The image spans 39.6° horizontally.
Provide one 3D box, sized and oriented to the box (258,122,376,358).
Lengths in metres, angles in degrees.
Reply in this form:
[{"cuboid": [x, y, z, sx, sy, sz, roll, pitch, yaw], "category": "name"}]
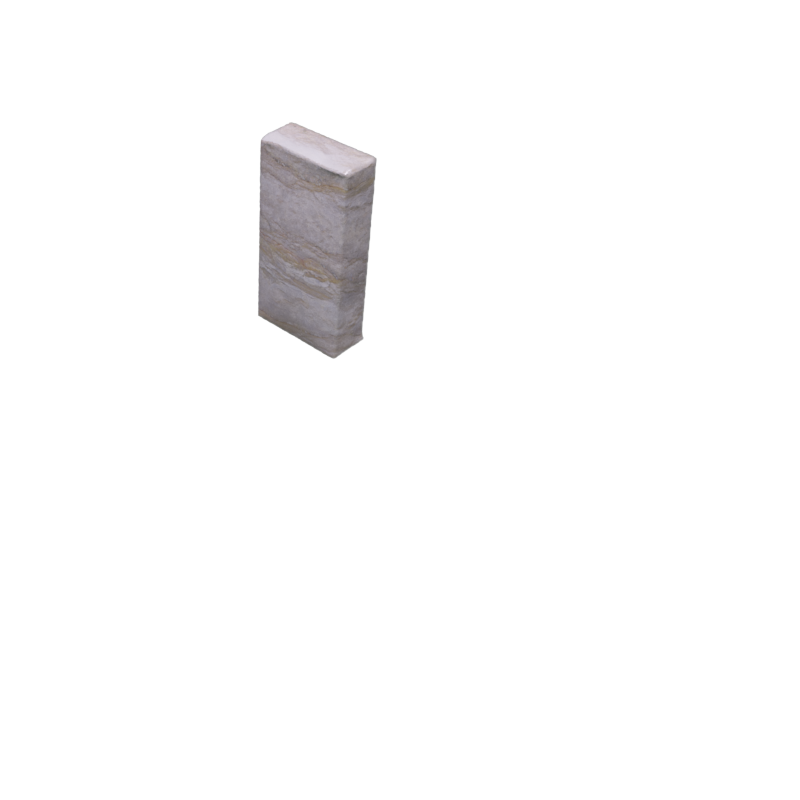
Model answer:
[{"cuboid": [-0.072, -0.130, 0.910, 0.099, 0.165, 0.048, 28, 43, 31], "category": "box"}]
